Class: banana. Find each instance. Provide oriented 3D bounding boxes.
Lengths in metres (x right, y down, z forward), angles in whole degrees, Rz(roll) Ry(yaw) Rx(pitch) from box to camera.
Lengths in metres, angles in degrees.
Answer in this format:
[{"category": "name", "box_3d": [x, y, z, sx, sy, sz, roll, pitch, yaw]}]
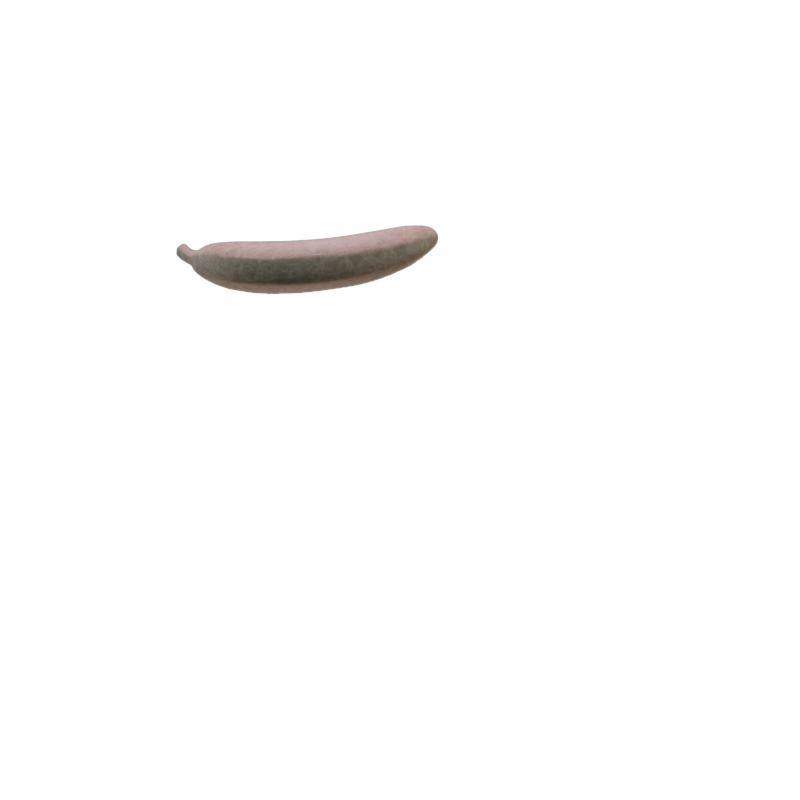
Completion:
[{"category": "banana", "box_3d": [-0.066, -0.106, 0.811, 0.197, 0.034, 0.075, -3, 37, -3]}]
